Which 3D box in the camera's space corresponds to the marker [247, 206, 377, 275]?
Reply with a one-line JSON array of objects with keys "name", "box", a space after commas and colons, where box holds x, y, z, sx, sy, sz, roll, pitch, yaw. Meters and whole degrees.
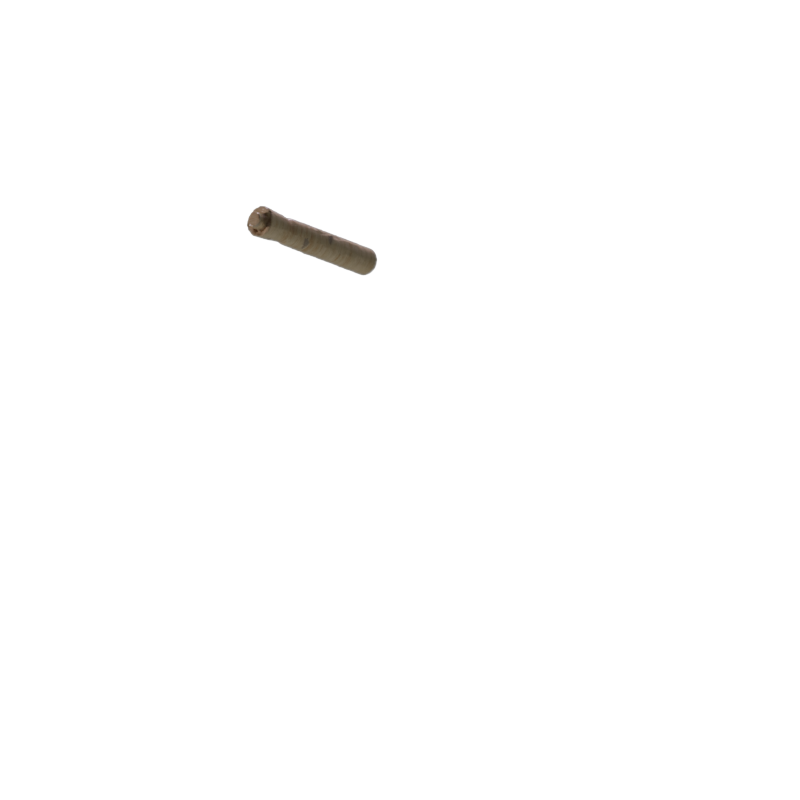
[{"name": "marker", "box": [-0.054, -0.099, 0.695, 0.020, 0.020, 0.114, 3, -5, 34]}]
